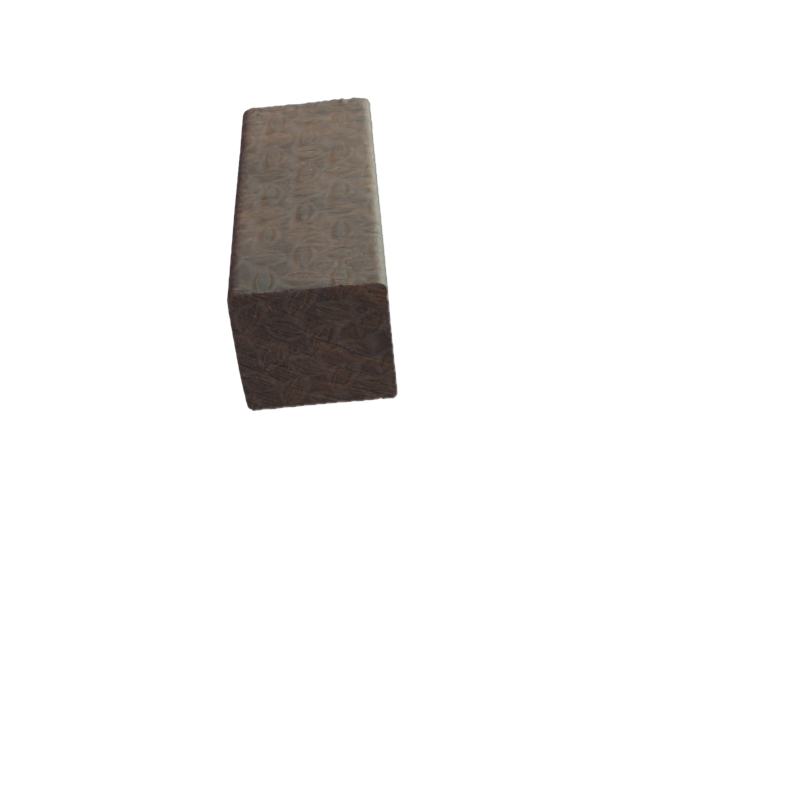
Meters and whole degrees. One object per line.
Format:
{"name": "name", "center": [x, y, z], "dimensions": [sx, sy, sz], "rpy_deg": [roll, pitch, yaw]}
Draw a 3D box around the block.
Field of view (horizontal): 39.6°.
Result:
{"name": "block", "center": [-0.056, -0.102, 0.707], "dimensions": [0.091, 0.084, 0.221], "rpy_deg": [-6, 41, 1]}
